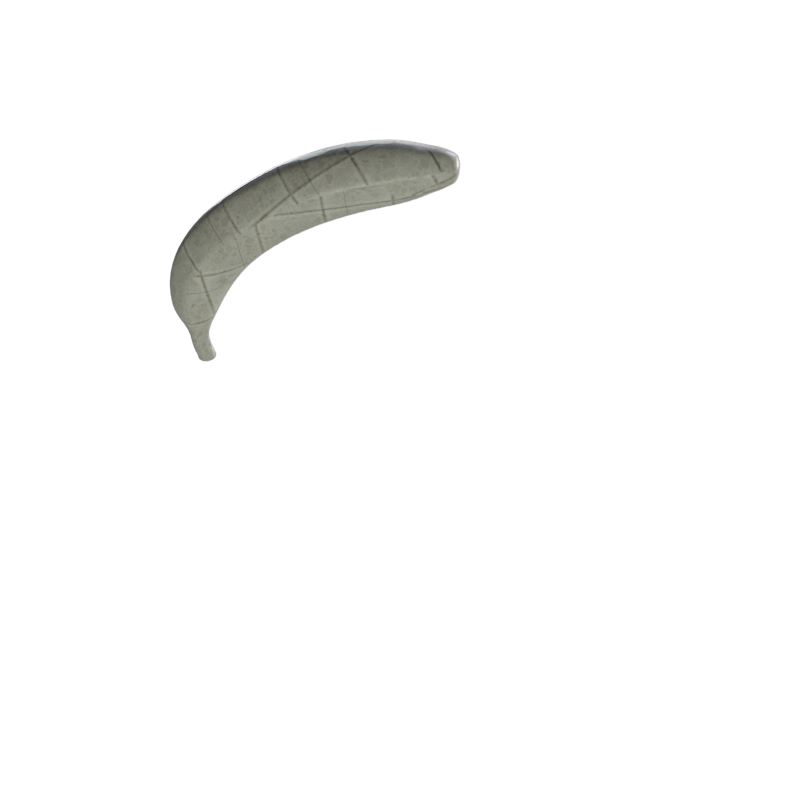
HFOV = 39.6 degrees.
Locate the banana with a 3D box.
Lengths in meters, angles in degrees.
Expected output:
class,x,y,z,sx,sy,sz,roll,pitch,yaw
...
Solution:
class,x,y,z,sx,sy,sz,roll,pitch,yaw
banana,-0.062,-0.093,0.597,0.196,0.039,0.065,-31,-52,28
